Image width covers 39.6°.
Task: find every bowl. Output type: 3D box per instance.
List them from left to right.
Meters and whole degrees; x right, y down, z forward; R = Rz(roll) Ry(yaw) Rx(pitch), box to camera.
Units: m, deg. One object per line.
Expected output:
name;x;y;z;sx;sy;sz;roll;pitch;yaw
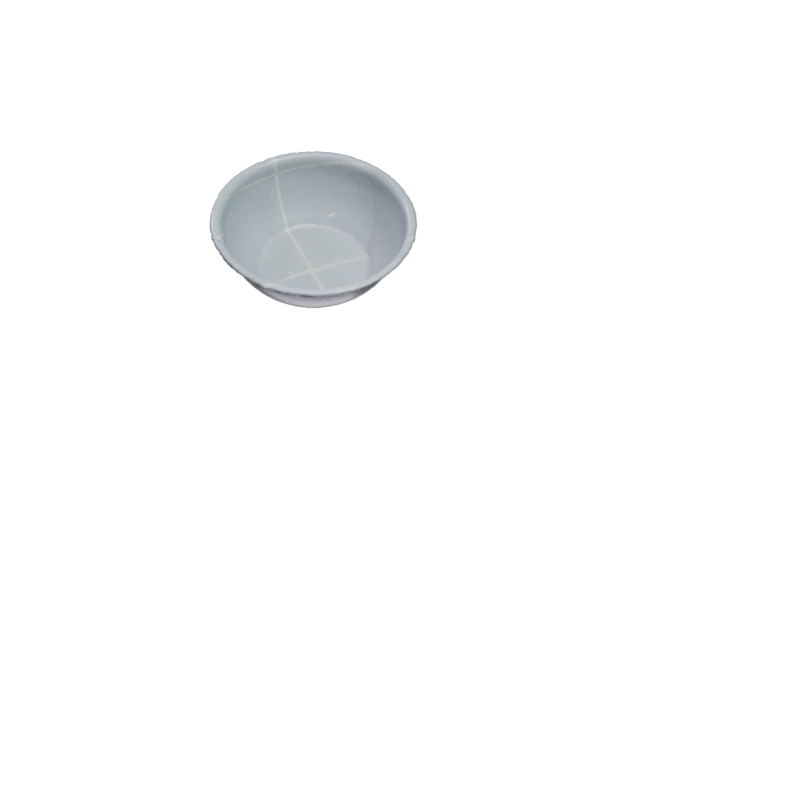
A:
bowl;-0.069;-0.126;0.883;0.162;0.174;0.051;-1;-41;-1
